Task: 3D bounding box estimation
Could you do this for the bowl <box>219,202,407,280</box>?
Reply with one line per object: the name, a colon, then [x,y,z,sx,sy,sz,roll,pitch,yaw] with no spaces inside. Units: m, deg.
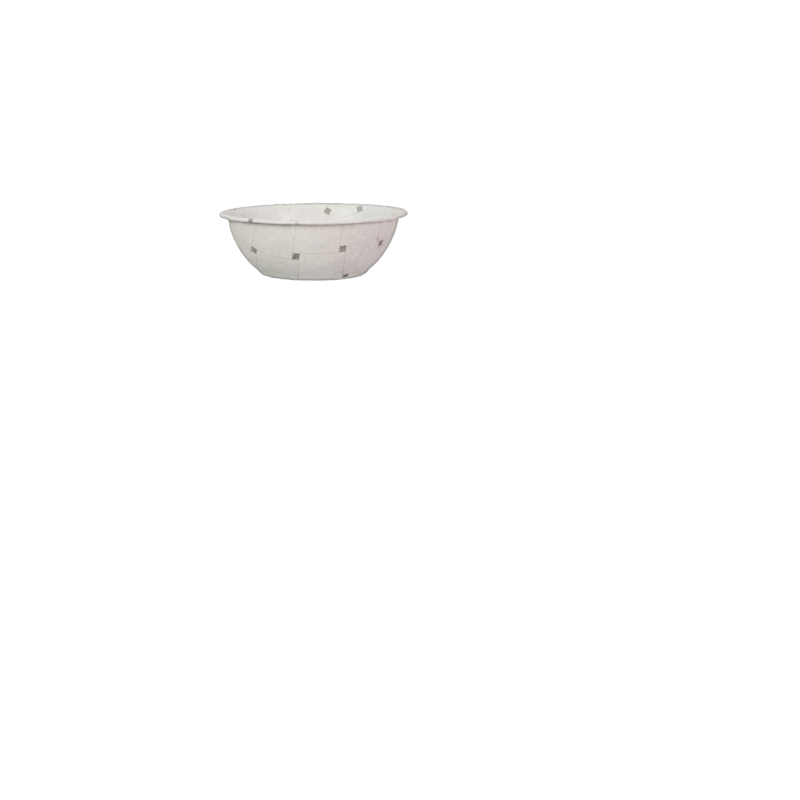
bowl: [-0.075,-0.137,0.957,0.162,0.054,0.167,0,14,-2]
